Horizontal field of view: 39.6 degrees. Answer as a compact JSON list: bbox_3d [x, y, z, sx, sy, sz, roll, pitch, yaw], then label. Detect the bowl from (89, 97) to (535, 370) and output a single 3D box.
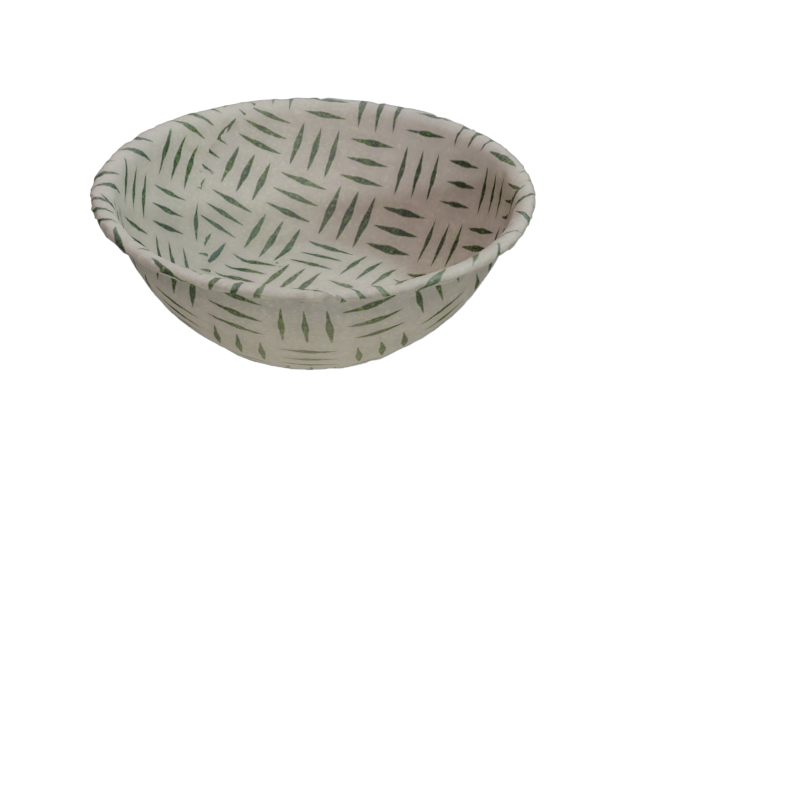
[{"bbox_3d":[-0.033,-0.060,0.419,0.162,0.052,0.173,-1,34,-2],"label":"bowl"}]
